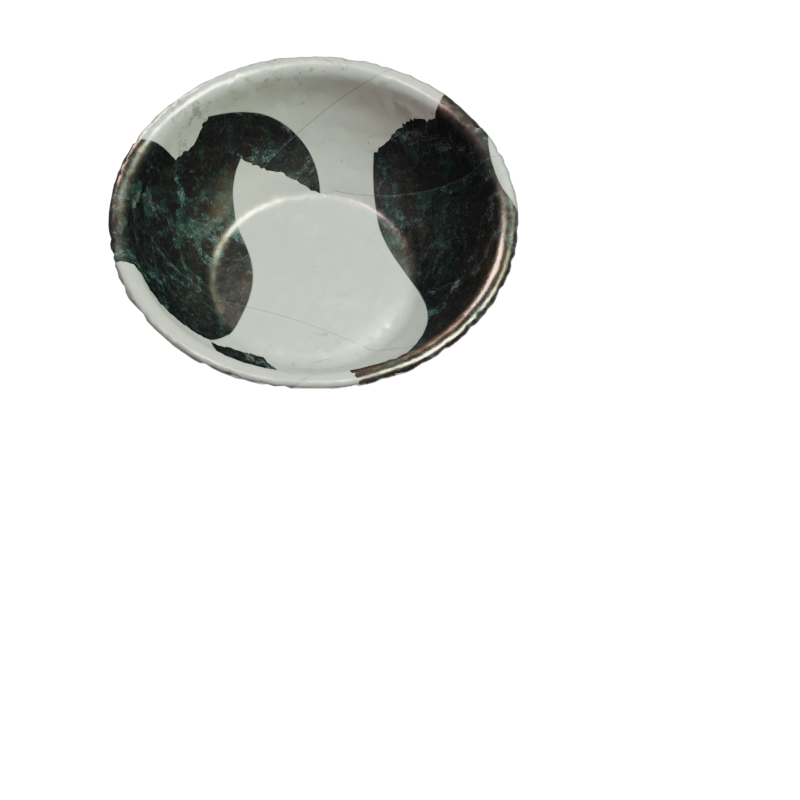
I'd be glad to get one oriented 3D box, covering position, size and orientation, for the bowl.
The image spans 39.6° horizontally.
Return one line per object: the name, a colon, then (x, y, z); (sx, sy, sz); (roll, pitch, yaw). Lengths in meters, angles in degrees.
bowl: (-0.036, -0.066, 0.459); (0.162, 0.173, 0.052); (-1, -32, -1)
